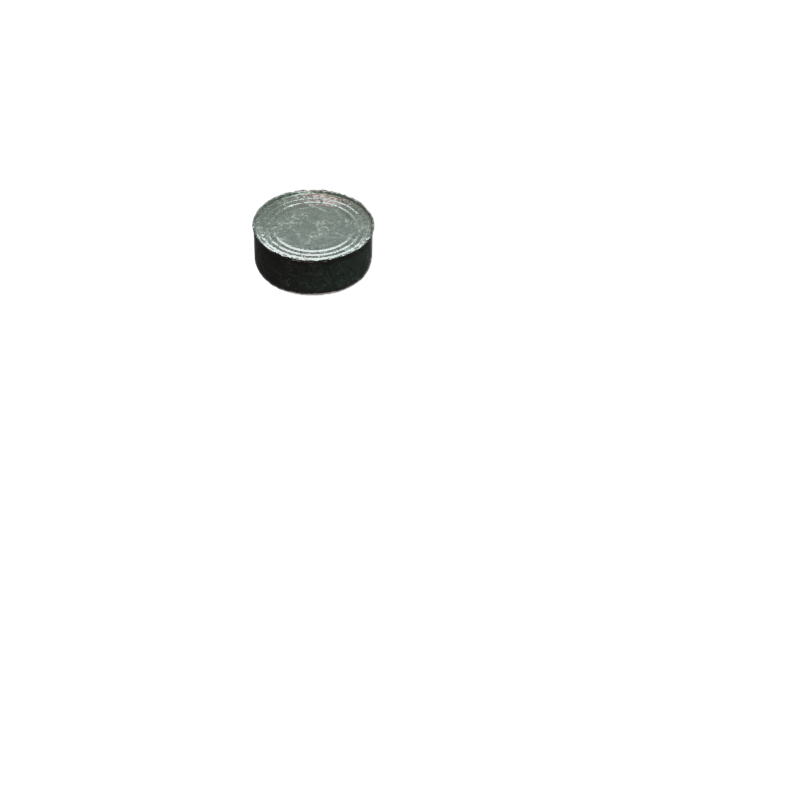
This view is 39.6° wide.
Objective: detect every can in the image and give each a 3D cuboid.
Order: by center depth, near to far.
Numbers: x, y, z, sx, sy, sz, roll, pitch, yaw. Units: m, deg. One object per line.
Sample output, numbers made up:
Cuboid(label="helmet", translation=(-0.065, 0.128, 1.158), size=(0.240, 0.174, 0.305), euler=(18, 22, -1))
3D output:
Cuboid(label="can", translation=(-0.062, -0.113, 0.788), size=(0.086, 0.031, 0.092), euler=(-1, 41, -2))
